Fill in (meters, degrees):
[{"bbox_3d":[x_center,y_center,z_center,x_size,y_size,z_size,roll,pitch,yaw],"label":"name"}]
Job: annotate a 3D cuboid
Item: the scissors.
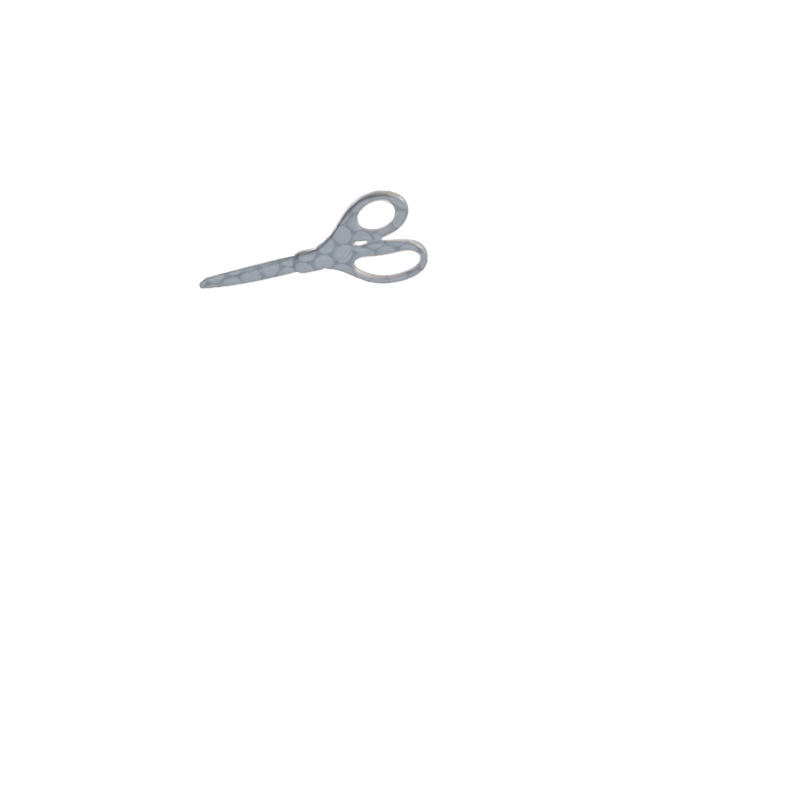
[{"bbox_3d":[-0.076,-0.138,0.968,0.201,0.091,0.017,1,28,-1],"label":"scissors"}]
